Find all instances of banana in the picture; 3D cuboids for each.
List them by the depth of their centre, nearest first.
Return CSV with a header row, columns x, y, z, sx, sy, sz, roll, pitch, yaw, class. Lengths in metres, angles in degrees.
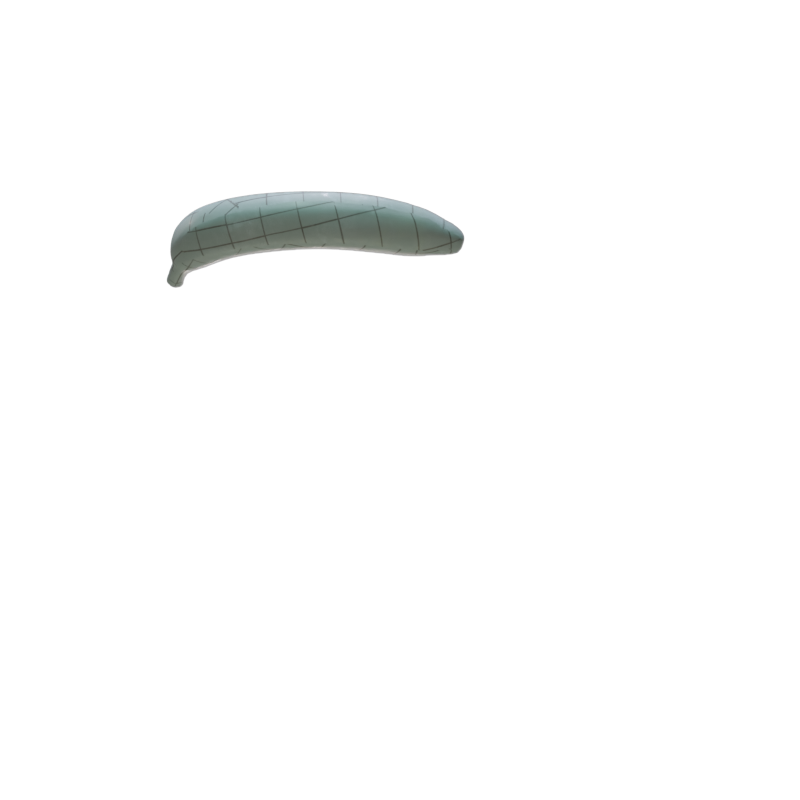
x,y,z,sx,sy,sz,roll,pitch,yaw,class
-0.062,-0.105,0.692,0.200,0.038,0.066,-4,-17,13,banana
